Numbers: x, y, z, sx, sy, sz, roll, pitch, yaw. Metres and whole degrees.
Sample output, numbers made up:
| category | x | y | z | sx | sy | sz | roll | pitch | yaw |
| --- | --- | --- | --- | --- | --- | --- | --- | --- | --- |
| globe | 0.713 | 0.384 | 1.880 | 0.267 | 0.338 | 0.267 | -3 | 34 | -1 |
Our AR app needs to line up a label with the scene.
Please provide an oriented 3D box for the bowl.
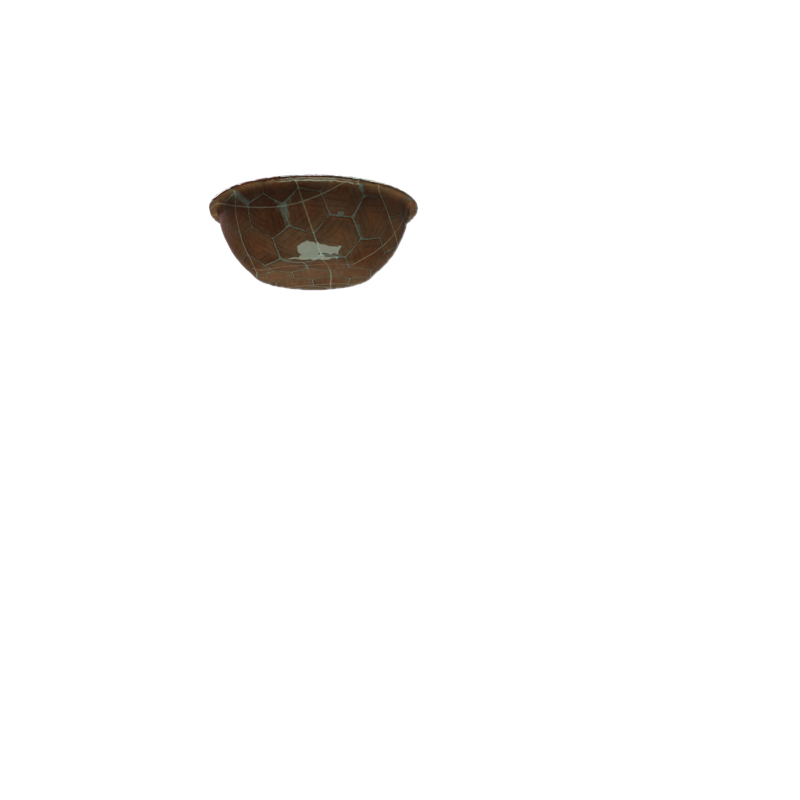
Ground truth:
| category | x | y | z | sx | sy | sz | roll | pitch | yaw |
| --- | --- | --- | --- | --- | --- | --- | --- | --- | --- |
| bowl | -0.067 | -0.121 | 0.850 | 0.162 | 0.057 | 0.157 | 0 | -10 | -2 |
